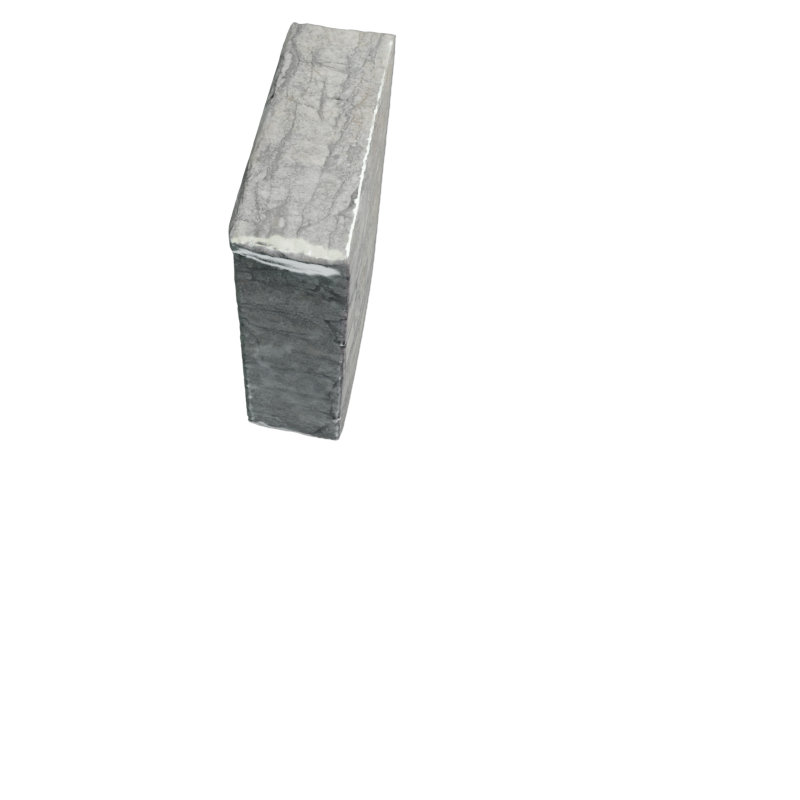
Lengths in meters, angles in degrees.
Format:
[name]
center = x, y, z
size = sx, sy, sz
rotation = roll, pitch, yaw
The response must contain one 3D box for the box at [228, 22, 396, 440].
[box]
center = -0.053, -0.098, 0.683
size = 0.072, 0.174, 0.201
rotation = 9, -30, 1
